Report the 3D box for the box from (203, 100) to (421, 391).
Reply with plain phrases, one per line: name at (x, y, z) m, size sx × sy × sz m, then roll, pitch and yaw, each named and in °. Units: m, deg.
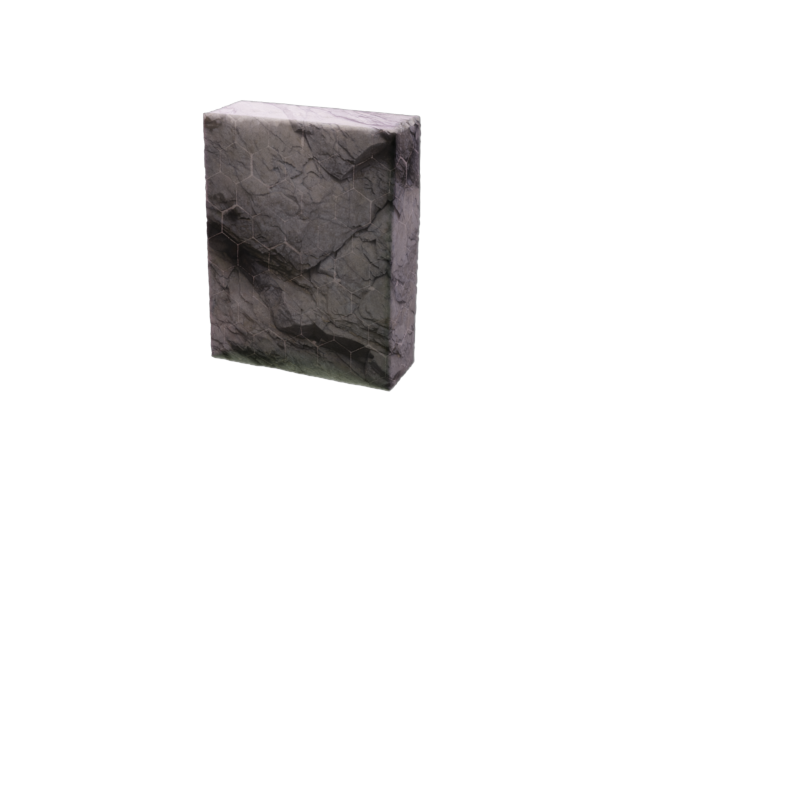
box at (-0.070, -0.128, 0.899) m, size 0.170 × 0.204 × 0.073 m, roll 10°, pitch 22°, yaw 21°
